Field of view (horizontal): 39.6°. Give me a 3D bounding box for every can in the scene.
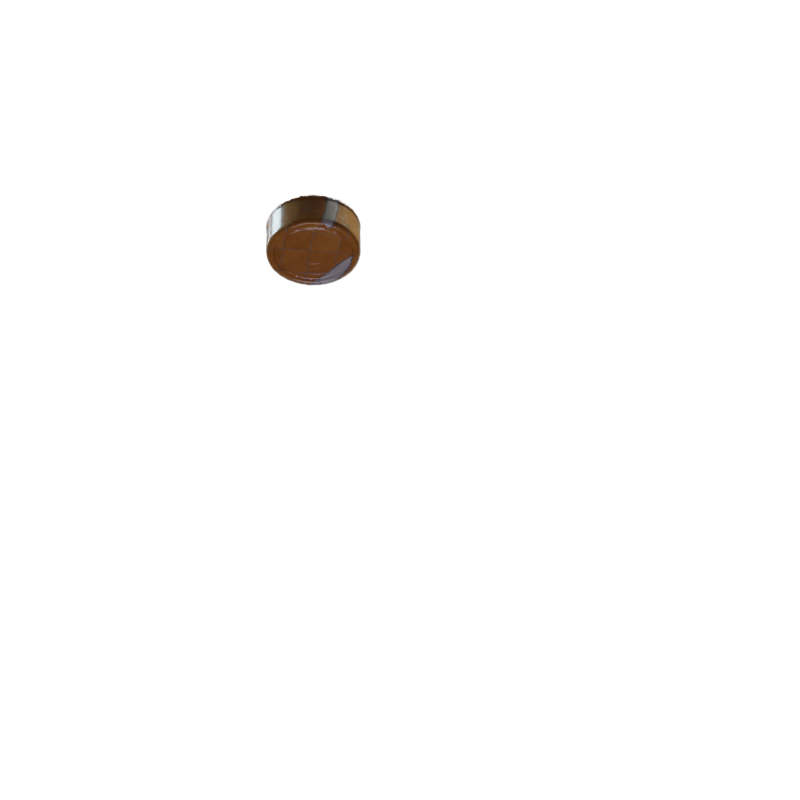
[{"bbox_3d":[-0.078,-0.142,0.993,0.086,0.036,0.080,1,-39,-2],"label":"can"}]
